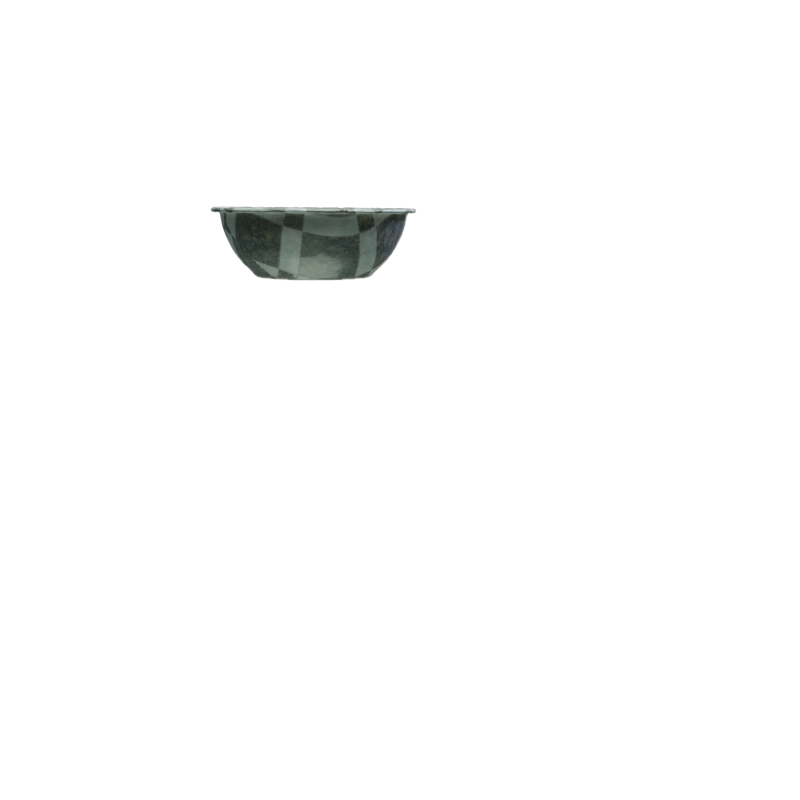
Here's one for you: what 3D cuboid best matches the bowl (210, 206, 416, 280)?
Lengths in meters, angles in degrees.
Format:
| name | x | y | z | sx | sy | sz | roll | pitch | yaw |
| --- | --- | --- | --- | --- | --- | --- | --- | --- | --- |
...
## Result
| name | x | y | z | sx | sy | sz | roll | pitch | yaw |
| --- | --- | --- | --- | --- | --- | --- | --- | --- | --- |
| bowl | -0.068 | -0.125 | 0.872 | 0.162 | 0.054 | 0.165 | 0 | 9 | -2 |
